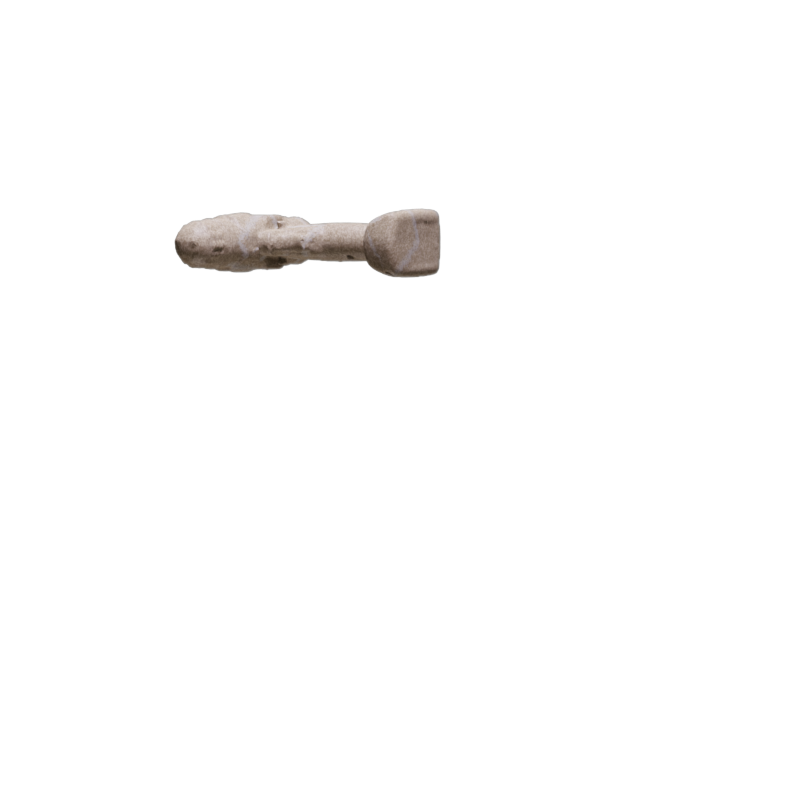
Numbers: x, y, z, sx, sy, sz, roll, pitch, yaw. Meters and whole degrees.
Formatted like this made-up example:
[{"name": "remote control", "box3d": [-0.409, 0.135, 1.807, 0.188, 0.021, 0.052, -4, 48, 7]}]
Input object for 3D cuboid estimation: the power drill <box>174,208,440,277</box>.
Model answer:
[{"name": "power drill", "box3d": [-0.074, -0.134, 0.941, 0.195, 0.056, 0.181, 6, 12, 28]}]
